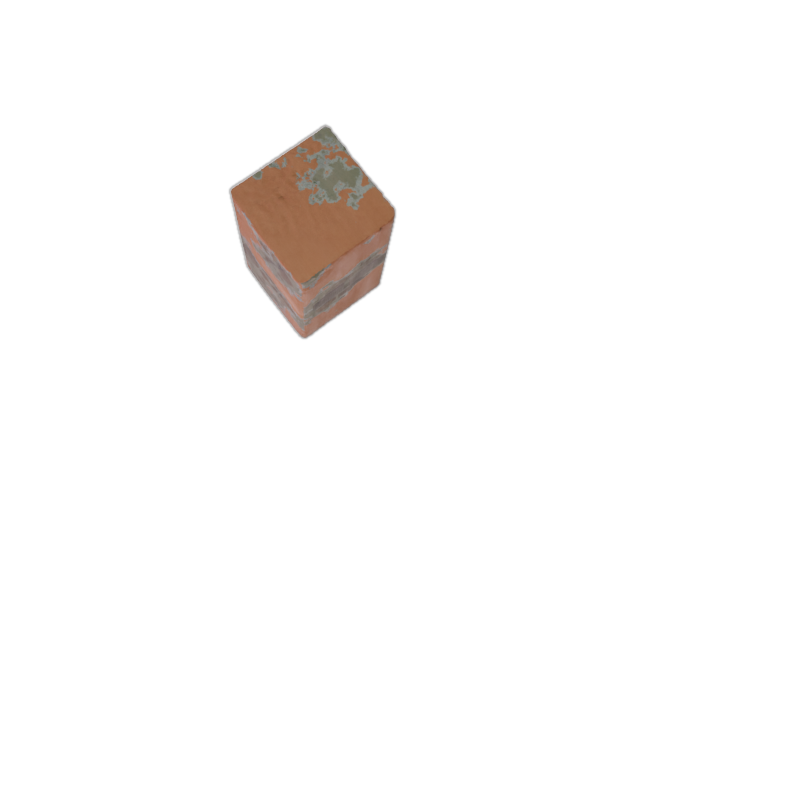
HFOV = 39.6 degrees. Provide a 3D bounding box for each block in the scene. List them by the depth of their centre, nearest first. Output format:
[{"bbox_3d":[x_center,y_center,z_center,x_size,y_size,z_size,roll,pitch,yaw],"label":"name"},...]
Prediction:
[{"bbox_3d":[-0.070,-0.127,0.896,0.091,0.093,0.200,-36,-6,-9],"label":"block"}]
